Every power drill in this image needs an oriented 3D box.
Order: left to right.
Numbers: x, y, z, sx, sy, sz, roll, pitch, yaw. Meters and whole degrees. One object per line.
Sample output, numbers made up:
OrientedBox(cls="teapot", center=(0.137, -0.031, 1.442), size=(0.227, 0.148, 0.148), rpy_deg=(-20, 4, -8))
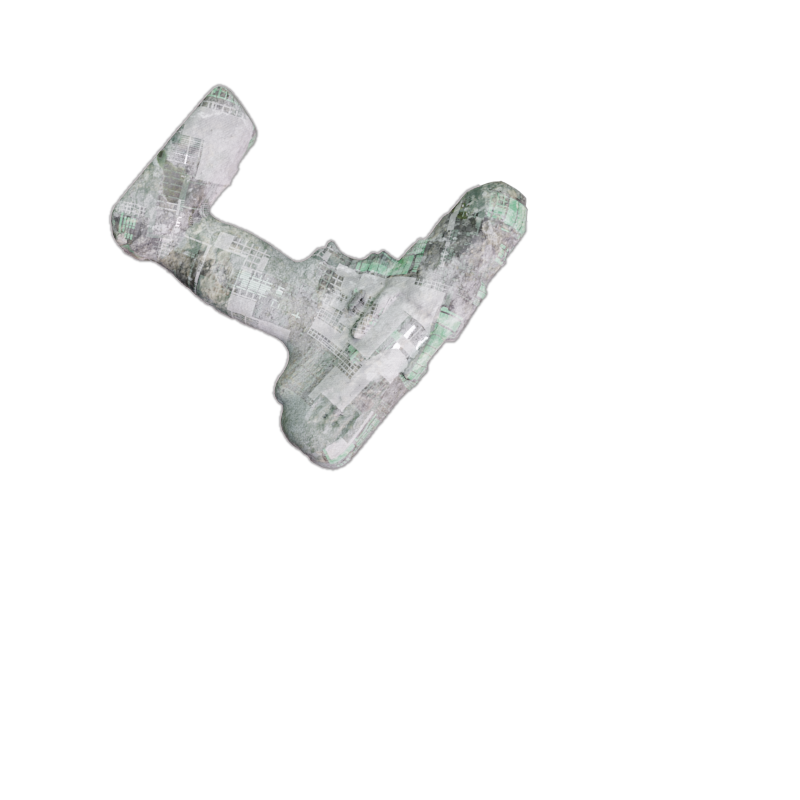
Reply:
OrientedBox(cls="power drill", center=(-0.047, -0.086, 0.604), size=(0.191, 0.186, 0.056), rpy_deg=(38, -10, 7))
